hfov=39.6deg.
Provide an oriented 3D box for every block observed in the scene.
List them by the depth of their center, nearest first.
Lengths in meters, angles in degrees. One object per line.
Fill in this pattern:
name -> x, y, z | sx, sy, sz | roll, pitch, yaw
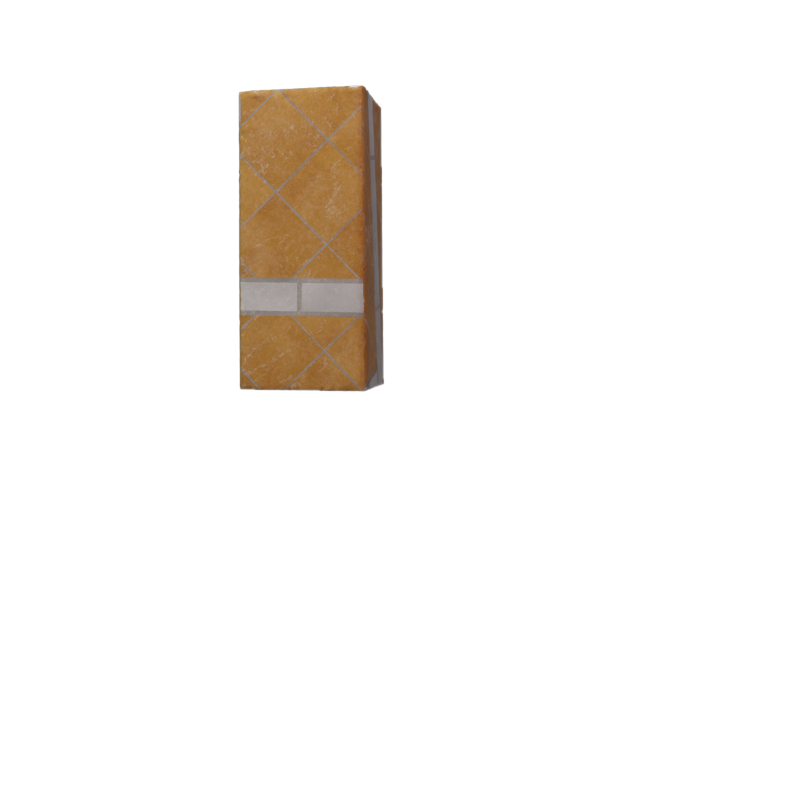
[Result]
block -> -0.062, -0.113, 0.793 | 0.092, 0.208, 0.088 | -1, -3, 10
